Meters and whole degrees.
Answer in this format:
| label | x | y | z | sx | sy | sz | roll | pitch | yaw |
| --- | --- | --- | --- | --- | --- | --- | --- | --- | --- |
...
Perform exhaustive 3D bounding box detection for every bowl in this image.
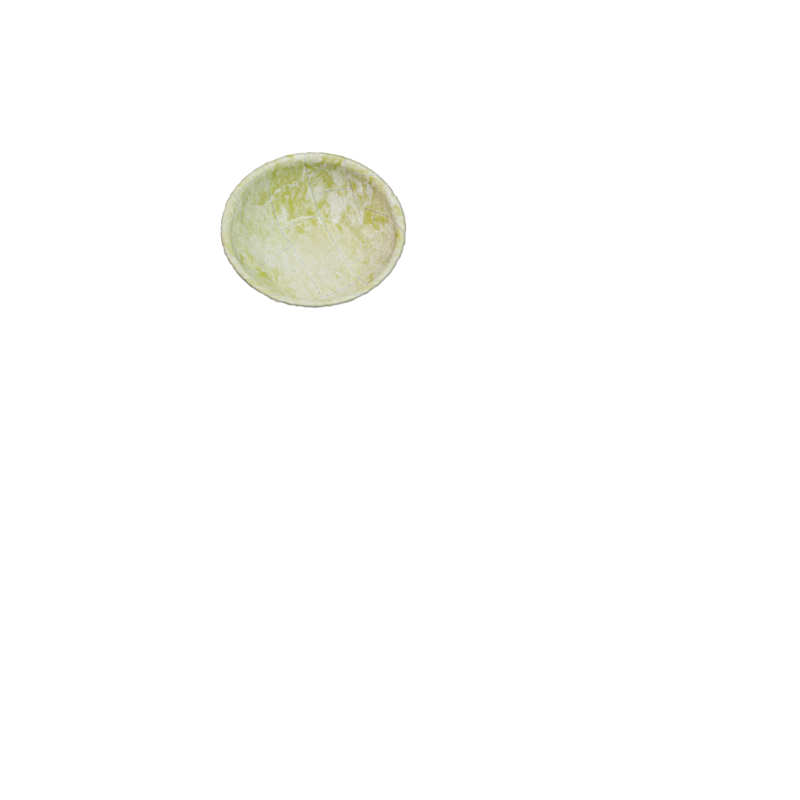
| label | x | y | z | sx | sy | sz | roll | pitch | yaw |
| --- | --- | --- | --- | --- | --- | --- | --- | --- | --- |
| bowl | -0.077 | -0.141 | 0.986 | 0.162 | 0.173 | 0.052 | -1 | -30 | -1 |
